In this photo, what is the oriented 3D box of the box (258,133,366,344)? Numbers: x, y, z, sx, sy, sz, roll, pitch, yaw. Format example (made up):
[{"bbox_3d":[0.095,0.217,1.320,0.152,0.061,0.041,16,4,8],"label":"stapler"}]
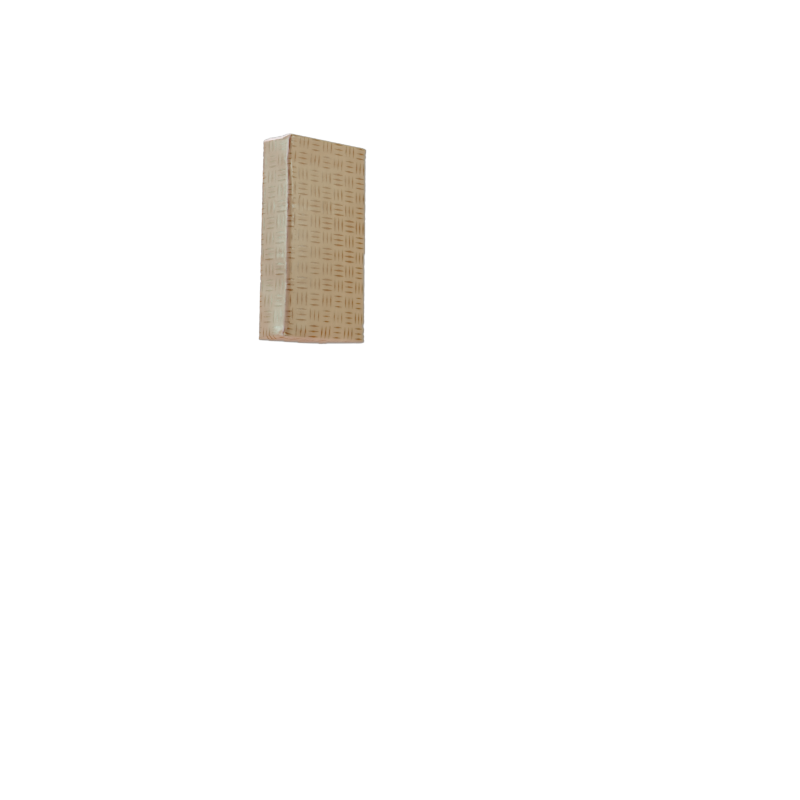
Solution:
[{"bbox_3d":[-0.076,-0.139,0.974,0.089,0.180,0.049,6,-11,-43],"label":"box"}]
